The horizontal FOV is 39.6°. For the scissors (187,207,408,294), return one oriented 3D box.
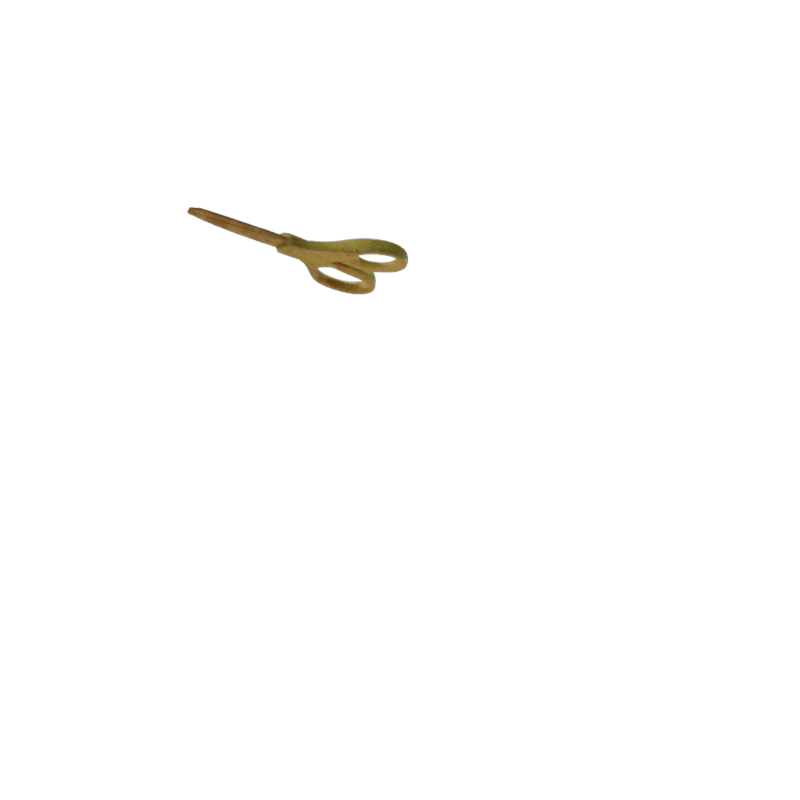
[{"bbox_3d":[-0.071,-0.129,0.901,0.098,0.017,0.188,-13,-24,32],"label":"scissors"}]
